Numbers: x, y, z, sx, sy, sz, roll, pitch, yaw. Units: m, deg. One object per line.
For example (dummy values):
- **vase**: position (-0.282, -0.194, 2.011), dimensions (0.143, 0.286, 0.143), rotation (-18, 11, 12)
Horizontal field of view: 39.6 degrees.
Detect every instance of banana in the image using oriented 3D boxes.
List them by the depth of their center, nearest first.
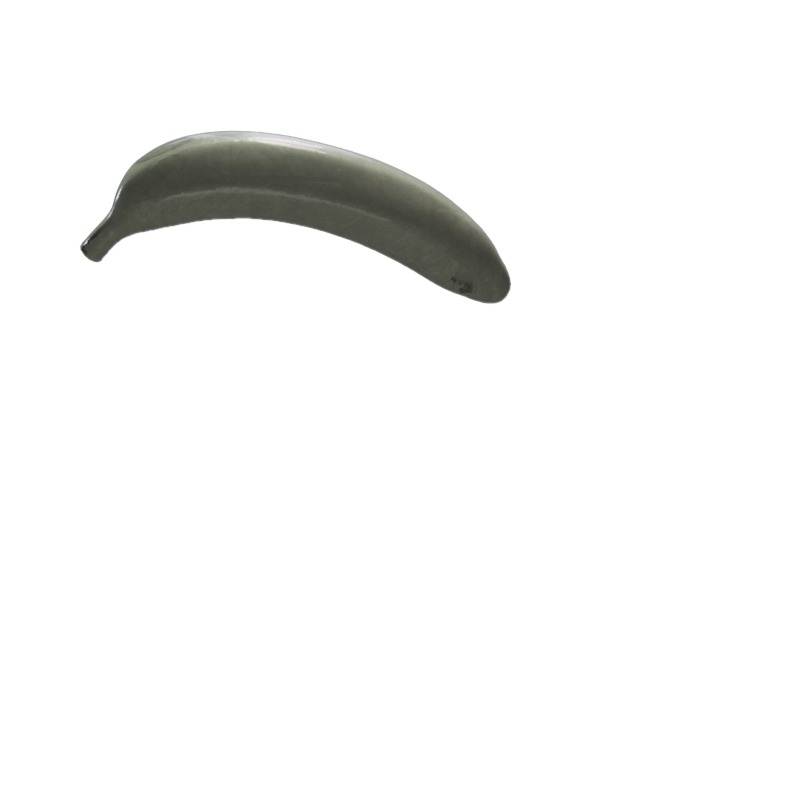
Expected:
- **banana**: position (-0.039, -0.084, 0.491), dimensions (0.195, 0.039, 0.066), rotation (7, -42, -8)
